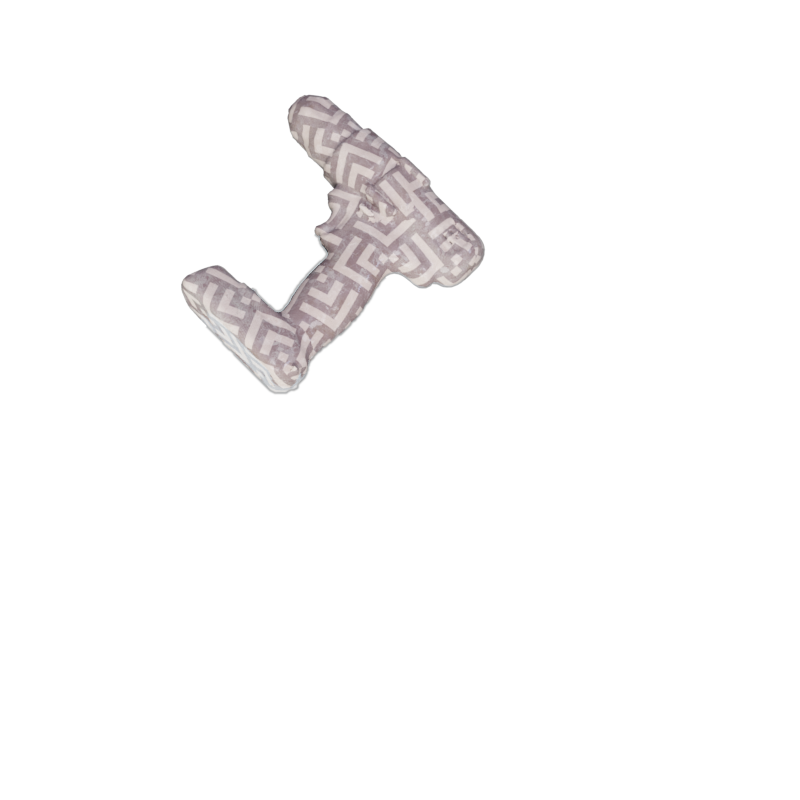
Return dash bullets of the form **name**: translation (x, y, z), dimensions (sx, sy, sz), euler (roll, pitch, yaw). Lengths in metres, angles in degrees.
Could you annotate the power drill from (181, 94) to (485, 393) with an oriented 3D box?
- **power drill**: translation (-0.062, -0.112, 0.787), dimensions (0.189, 0.192, 0.054), euler (-42, -16, -16)
